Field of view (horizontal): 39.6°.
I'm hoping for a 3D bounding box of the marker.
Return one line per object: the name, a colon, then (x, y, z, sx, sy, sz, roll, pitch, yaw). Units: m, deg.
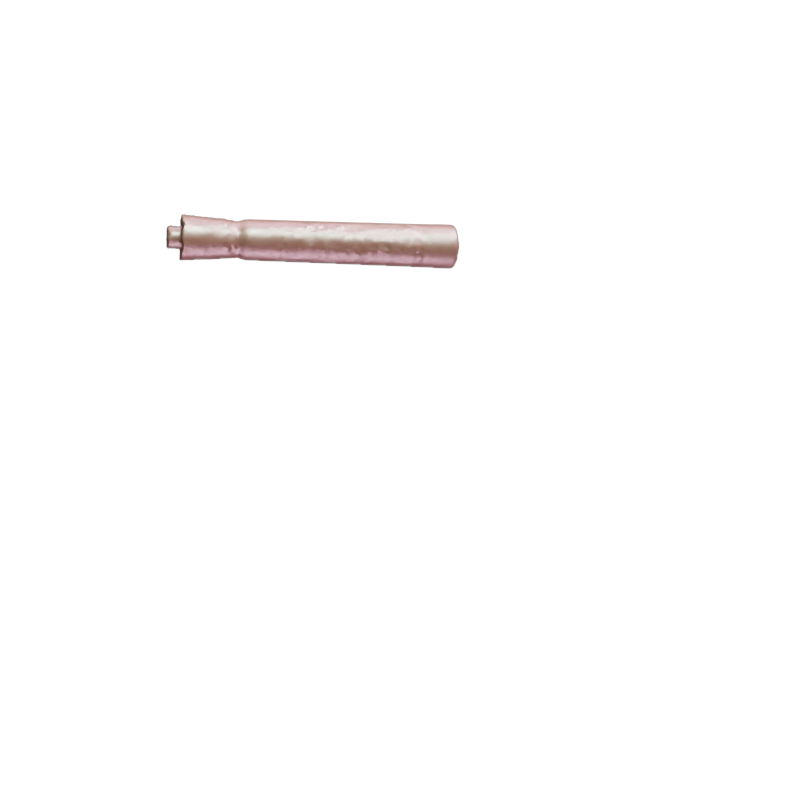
marker: (-0.036, -0.066, 0.460, 0.119, 0.020, 0.020, 0, 4, -11)
